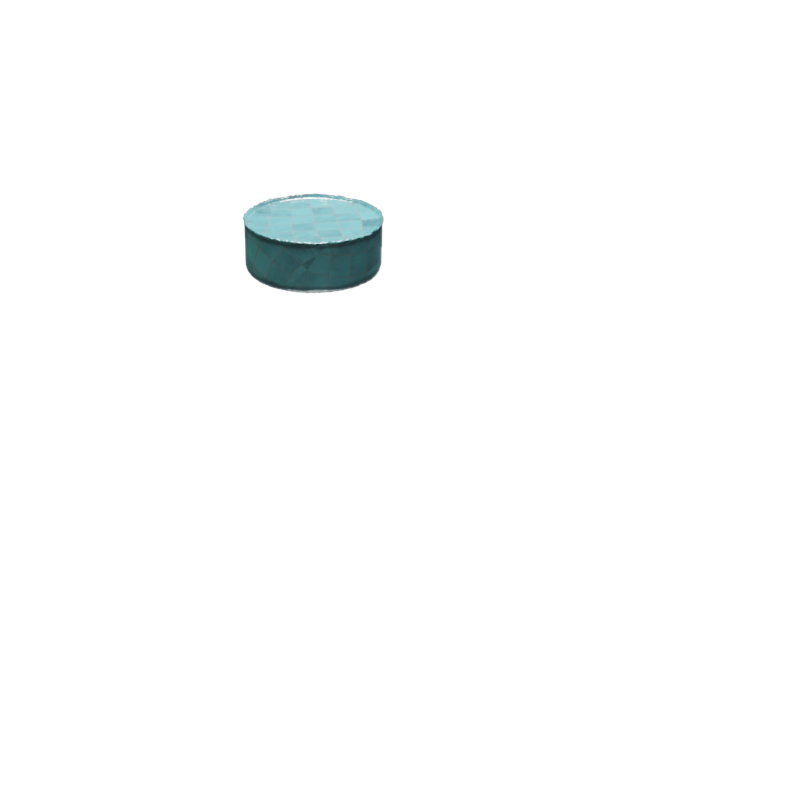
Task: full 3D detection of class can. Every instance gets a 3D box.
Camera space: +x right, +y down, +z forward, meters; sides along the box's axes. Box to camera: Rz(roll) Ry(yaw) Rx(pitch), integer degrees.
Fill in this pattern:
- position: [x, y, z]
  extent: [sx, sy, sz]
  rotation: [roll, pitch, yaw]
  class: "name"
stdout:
- position: [-0.053, -0.097, 0.682]
  extent: [0.086, 0.032, 0.091]
  rotation: [-1, 28, -2]
  class: "can"
